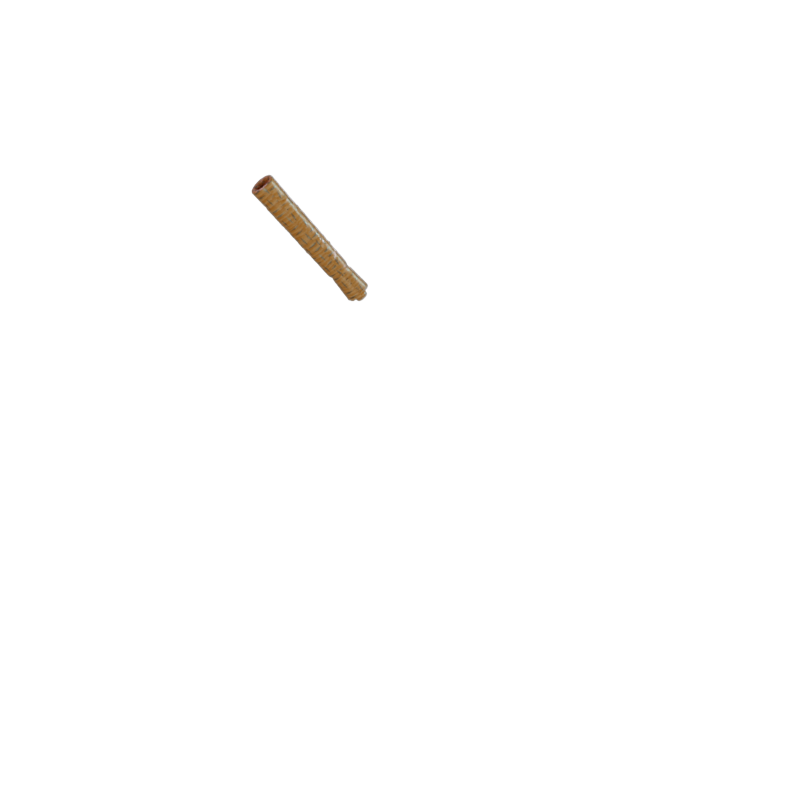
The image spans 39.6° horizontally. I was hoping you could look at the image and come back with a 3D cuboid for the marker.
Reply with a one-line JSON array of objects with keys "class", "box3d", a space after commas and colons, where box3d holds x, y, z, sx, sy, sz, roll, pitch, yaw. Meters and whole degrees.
[{"class": "marker", "box3d": [-0.064, -0.116, 0.811, 0.114, 0.020, 0.020, 47, -22, -25]}]
